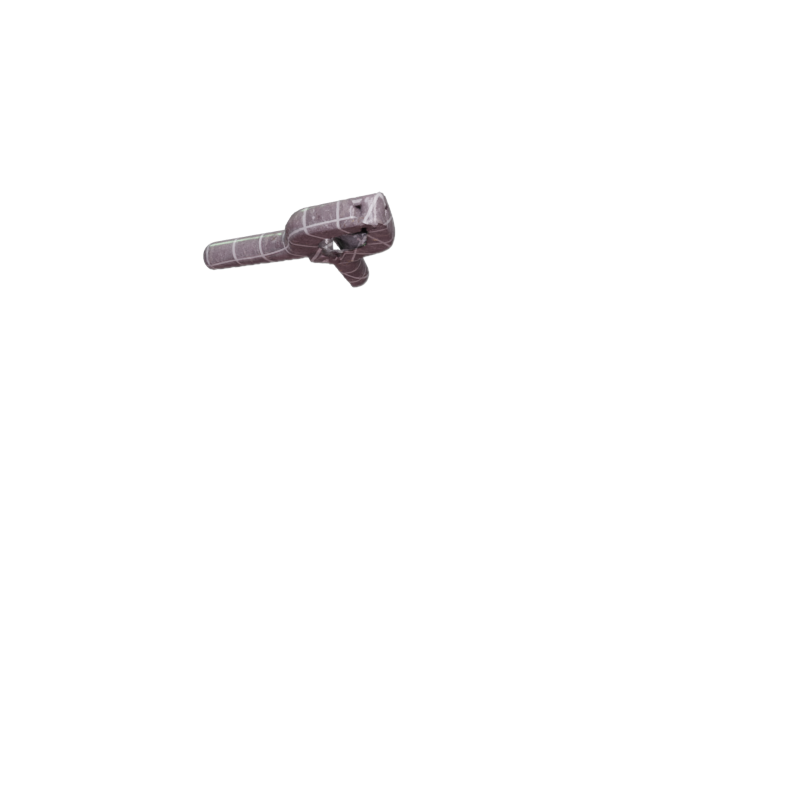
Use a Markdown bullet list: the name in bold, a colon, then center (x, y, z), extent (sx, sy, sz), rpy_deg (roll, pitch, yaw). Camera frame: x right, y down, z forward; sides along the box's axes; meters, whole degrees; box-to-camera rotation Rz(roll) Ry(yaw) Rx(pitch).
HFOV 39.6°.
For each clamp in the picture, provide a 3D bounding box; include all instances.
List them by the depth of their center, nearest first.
- **clamp**: center (-0.076, -0.138, 0.966), extent (0.160, 0.037, 0.209), rpy_deg (3, -9, -19)
